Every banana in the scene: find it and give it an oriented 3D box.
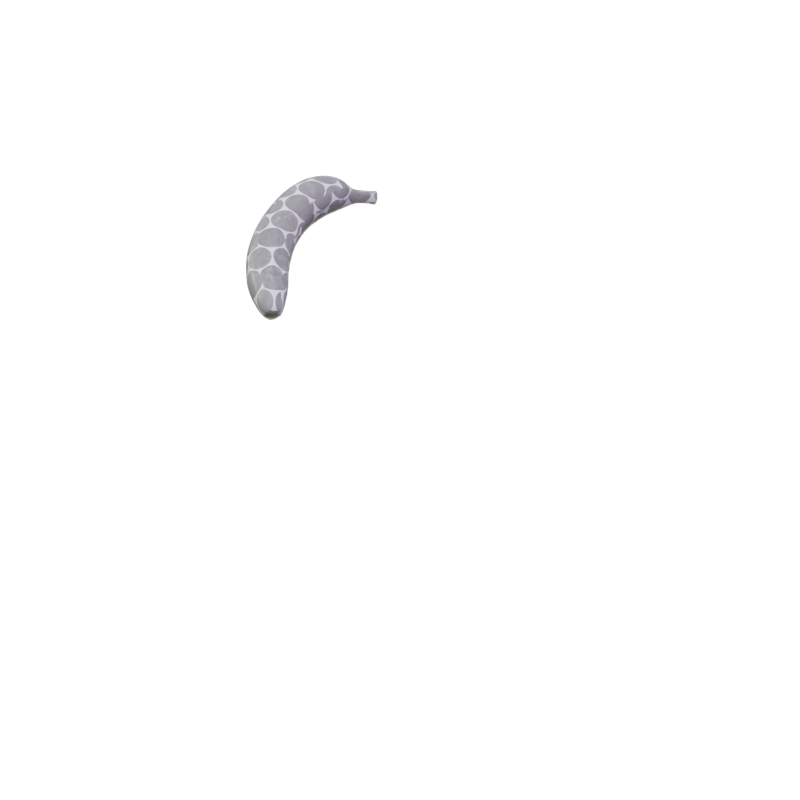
[{"bbox_3d":[-0.089,-0.143,0.947,0.072,0.034,0.204,17,45,17],"label":"banana"}]
